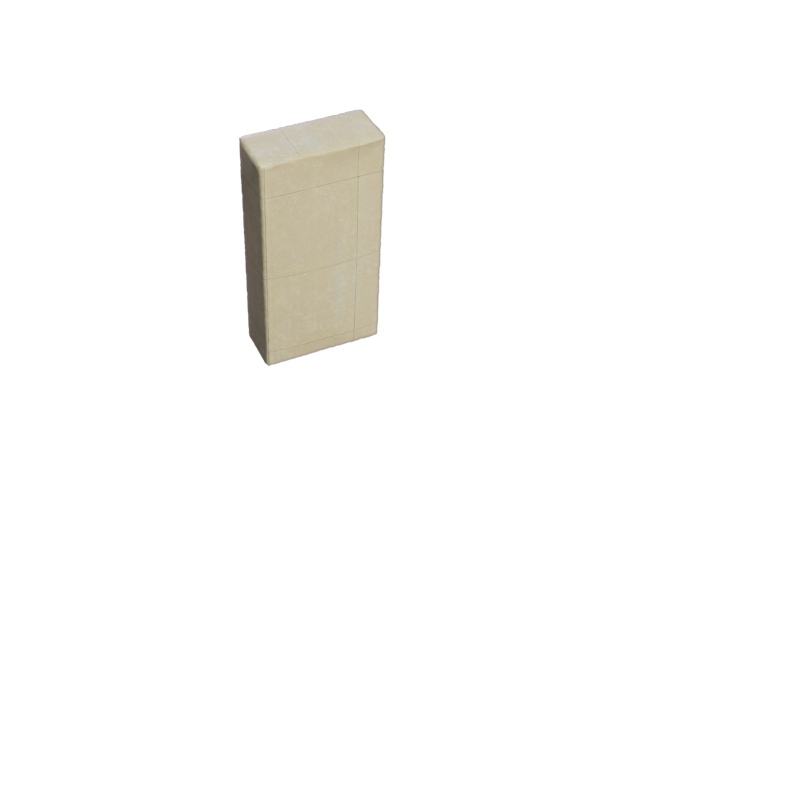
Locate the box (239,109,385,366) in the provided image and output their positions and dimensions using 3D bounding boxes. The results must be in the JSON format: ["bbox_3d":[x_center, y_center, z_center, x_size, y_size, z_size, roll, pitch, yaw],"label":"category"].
[{"bbox_3d":[-0.061,-0.111,0.781,0.092,0.164,0.052,-17,47,-20],"label":"box"}]
